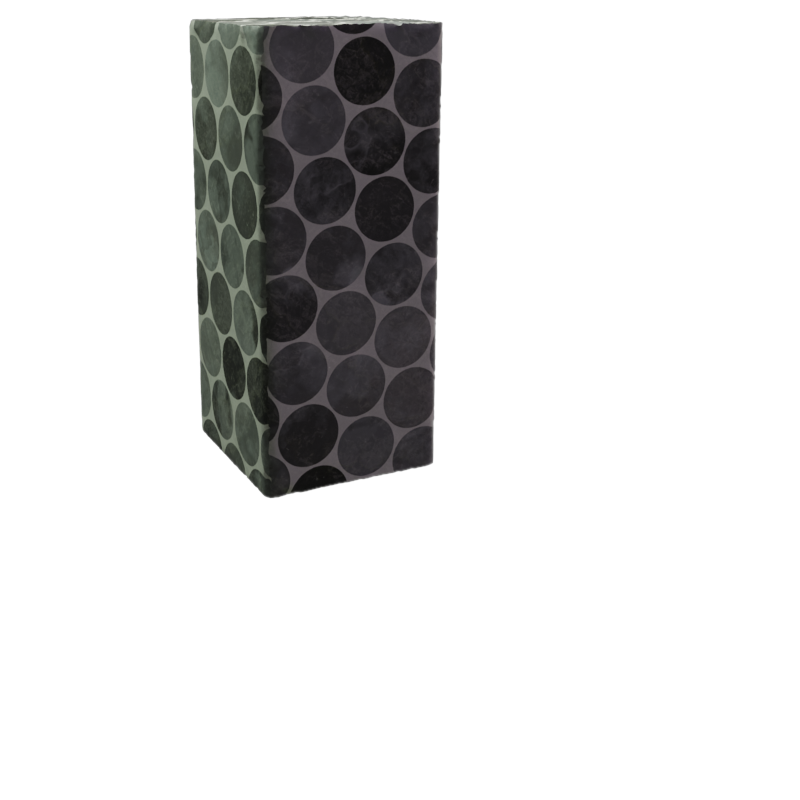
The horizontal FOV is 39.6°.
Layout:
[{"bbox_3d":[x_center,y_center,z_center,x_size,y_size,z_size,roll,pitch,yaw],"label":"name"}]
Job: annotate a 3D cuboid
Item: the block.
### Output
[{"bbox_3d":[-0.042,-0.075,0.523,0.088,0.199,0.096,-7,17,-27],"label":"block"}]
